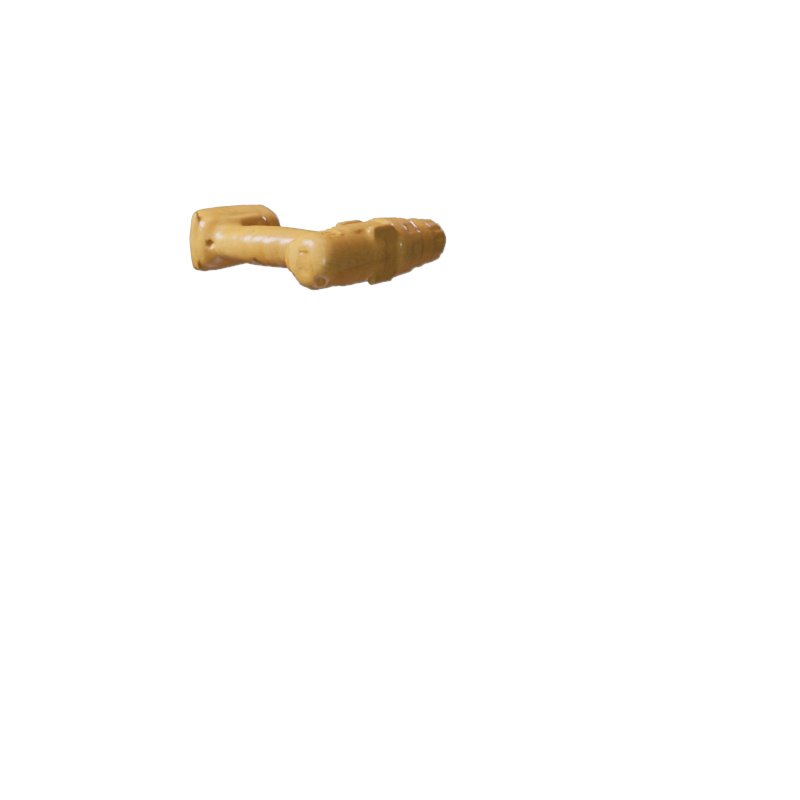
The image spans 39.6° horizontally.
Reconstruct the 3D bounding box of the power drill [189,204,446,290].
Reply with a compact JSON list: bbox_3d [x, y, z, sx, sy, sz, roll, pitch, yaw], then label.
[{"bbox_3d":[-0.076,-0.138,0.968,0.196,0.056,0.180,10,16,37],"label":"power drill"}]
